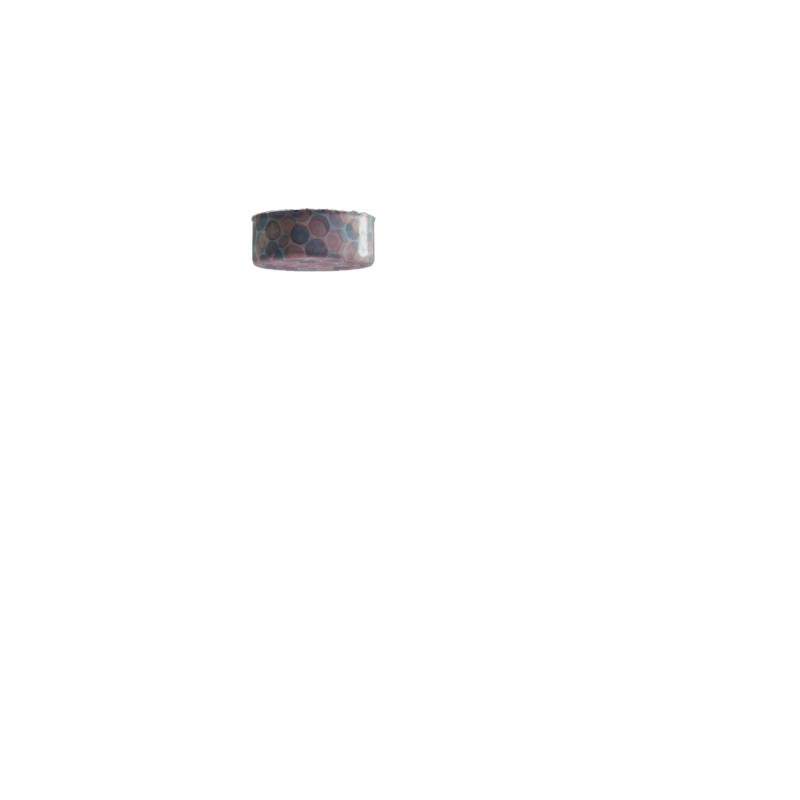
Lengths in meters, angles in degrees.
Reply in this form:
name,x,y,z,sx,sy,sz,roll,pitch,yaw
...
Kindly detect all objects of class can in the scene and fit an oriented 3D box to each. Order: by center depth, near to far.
name,x,y,z,sx,sy,sz,roll,pitch,yaw
can,-0.060,-0.109,0.764,0.086,0.034,0.085,0,0,-2
